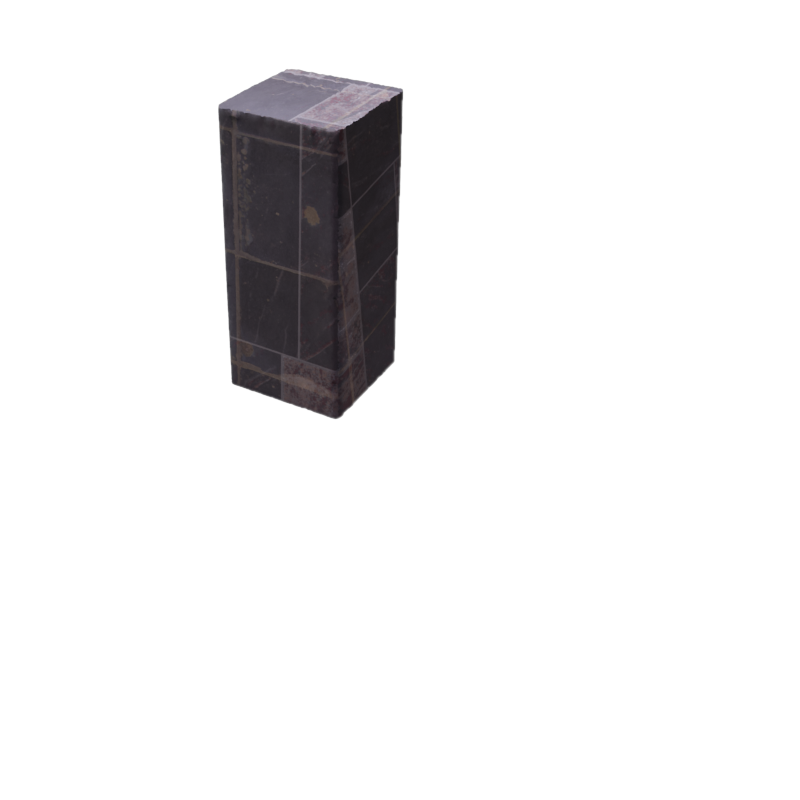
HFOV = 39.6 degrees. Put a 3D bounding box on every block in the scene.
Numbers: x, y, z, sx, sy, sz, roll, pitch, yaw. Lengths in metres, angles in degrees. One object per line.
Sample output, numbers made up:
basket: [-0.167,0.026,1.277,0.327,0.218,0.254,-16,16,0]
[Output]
block: [-0.059,-0.106,0.745,0.095,0.194,0.092,16,32,24]
